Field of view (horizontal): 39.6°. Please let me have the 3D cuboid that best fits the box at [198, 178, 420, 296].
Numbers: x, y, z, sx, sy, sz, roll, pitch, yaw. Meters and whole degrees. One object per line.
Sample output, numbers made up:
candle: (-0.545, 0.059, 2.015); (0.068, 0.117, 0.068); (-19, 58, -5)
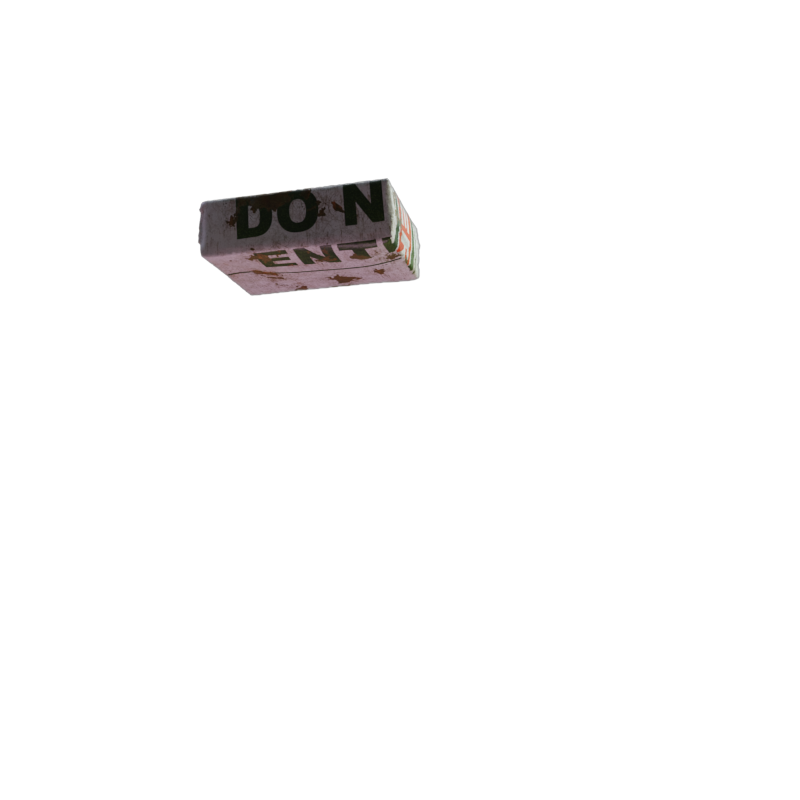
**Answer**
box: (-0.051, -0.093, 0.653); (0.115, 0.040, 0.086); (-2, -11, 13)
